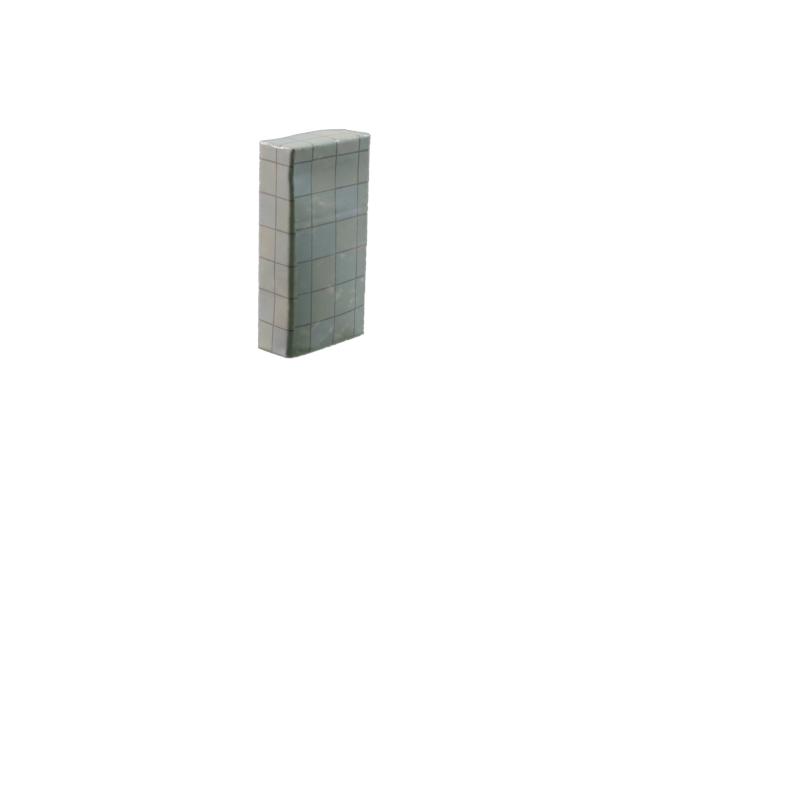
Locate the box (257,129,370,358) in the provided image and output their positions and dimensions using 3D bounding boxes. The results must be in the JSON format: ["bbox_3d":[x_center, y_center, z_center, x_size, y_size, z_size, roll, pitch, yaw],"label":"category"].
[{"bbox_3d":[-0.071,-0.130,0.908,0.051,0.170,0.092,14,21,40],"label":"box"}]
